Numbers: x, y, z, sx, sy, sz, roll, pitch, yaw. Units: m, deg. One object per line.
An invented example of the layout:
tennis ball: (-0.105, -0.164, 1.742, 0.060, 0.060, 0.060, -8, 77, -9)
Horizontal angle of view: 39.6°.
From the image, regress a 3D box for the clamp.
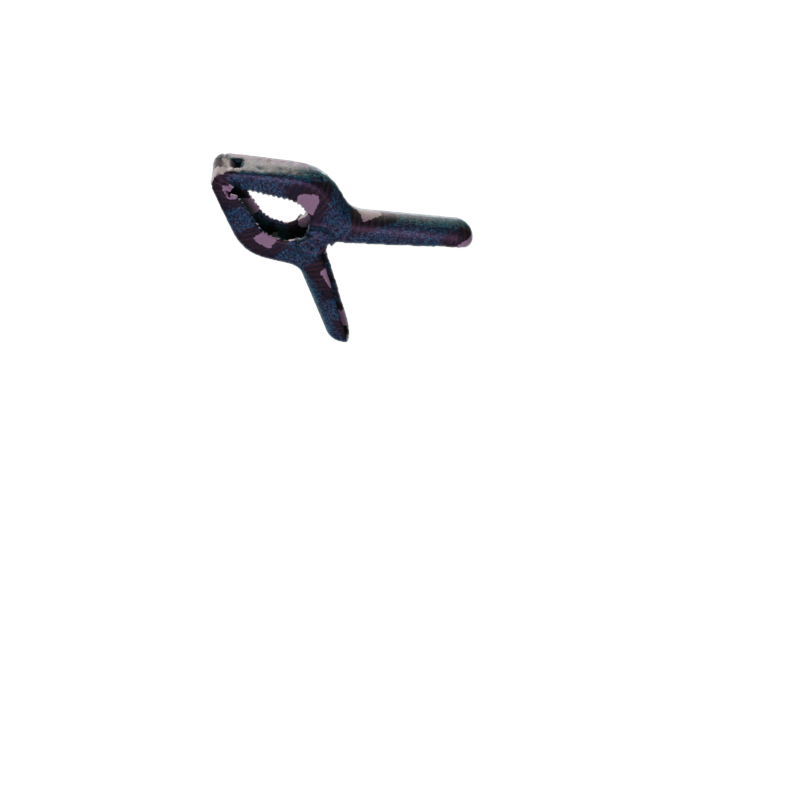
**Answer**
clamp: (-0.071, -0.129, 0.901, 0.200, 0.039, 0.160, 25, -50, -23)
